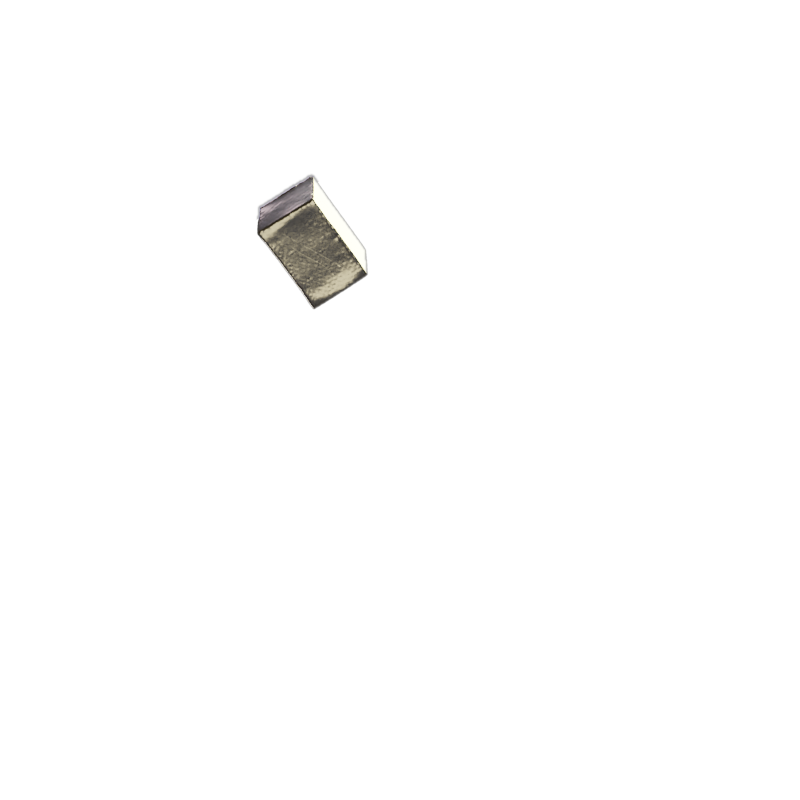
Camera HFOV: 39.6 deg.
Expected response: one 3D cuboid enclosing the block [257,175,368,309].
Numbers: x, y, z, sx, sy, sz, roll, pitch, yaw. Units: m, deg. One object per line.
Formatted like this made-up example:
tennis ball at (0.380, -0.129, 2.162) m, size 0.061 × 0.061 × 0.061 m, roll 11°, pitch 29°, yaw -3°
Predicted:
block at (-0.067, -0.122, 0.853) m, size 0.053 × 0.074 × 0.054 m, roll -30°, pitch 23°, yaw 13°
